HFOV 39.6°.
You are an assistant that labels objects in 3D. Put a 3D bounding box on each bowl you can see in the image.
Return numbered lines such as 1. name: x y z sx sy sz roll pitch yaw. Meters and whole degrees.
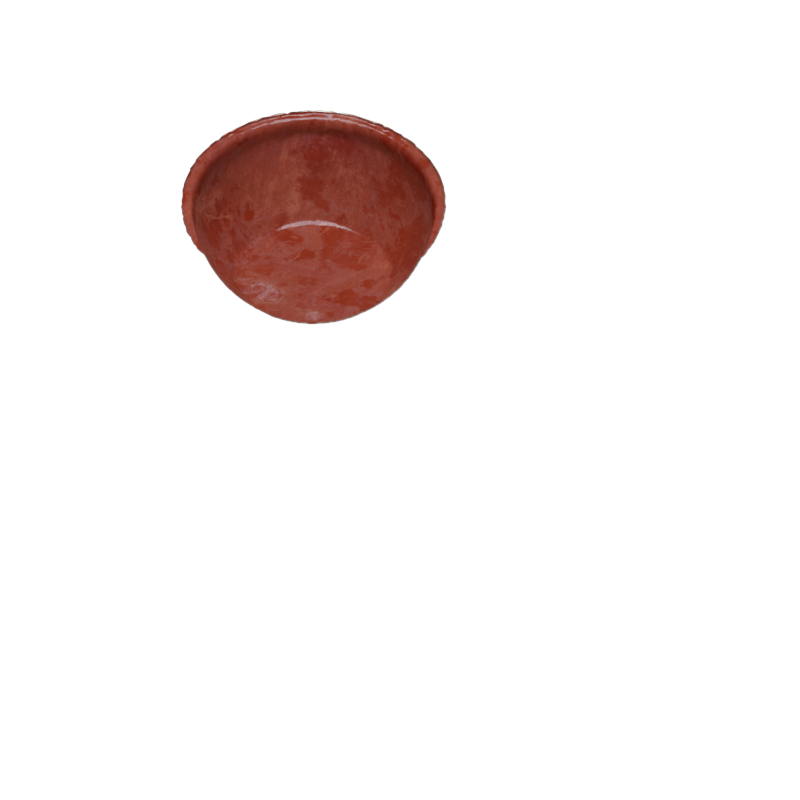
1. bowl: -0.052 -0.094 0.660 0.162 0.059 0.151 1 -38 -2
